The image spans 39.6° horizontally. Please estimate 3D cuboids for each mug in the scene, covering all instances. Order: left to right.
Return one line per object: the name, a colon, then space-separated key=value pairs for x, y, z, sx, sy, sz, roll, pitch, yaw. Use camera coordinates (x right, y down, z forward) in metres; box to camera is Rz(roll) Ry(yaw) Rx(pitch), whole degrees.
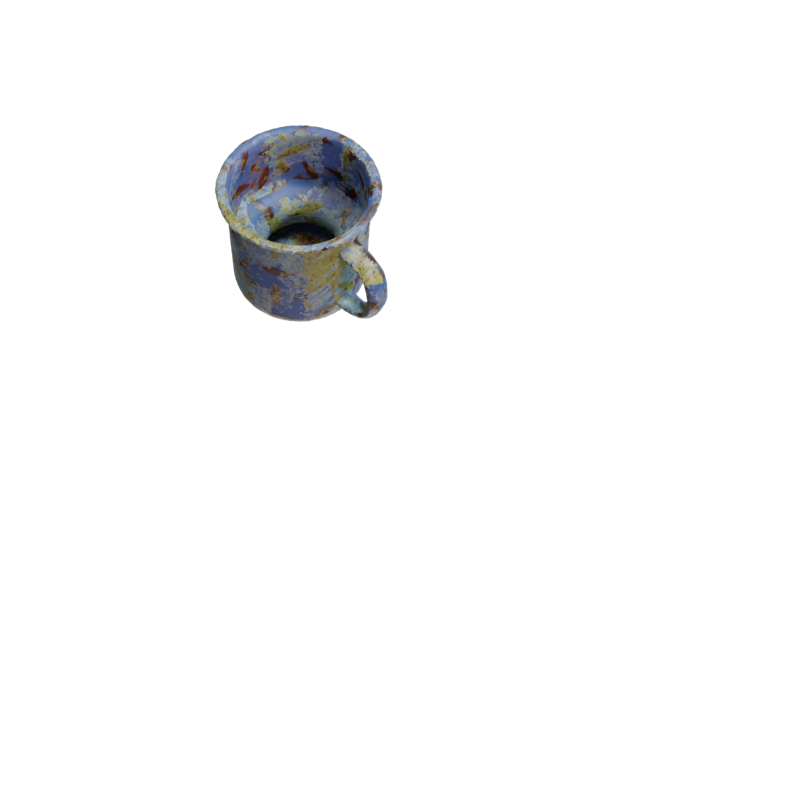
mug: x=-0.050 y=-0.092 z=0.644 sx=0.094 sy=0.124 sz=0.076 roll=-38 pitch=-25 yaw=-24
